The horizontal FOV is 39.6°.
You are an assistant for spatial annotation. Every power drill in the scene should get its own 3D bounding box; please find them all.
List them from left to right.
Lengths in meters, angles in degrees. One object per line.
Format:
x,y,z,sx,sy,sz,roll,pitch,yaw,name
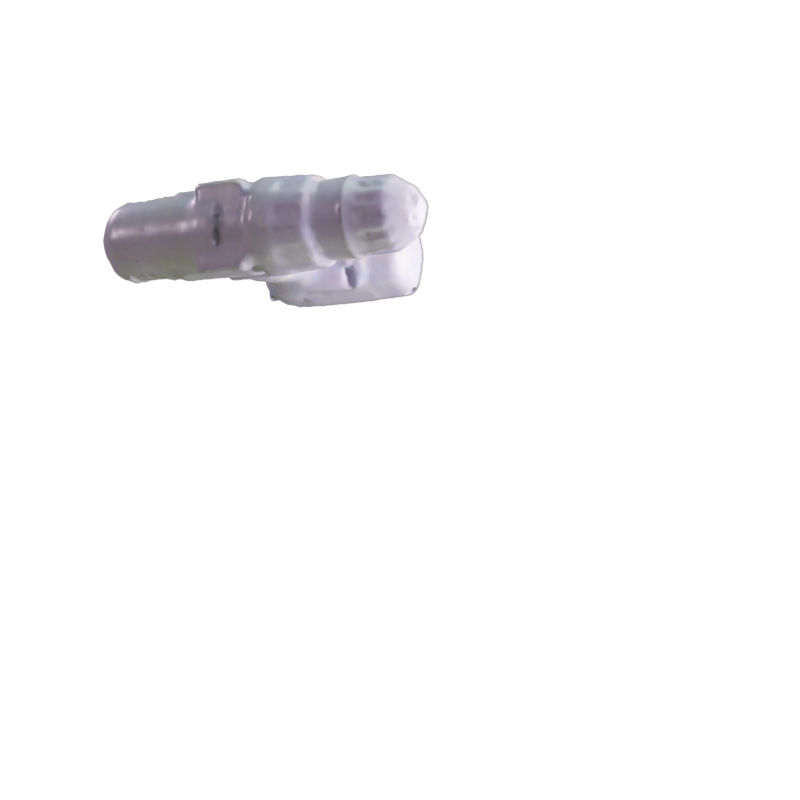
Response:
-0.051,-0.093,0.649,0.189,0.058,0.180,-1,-2,22,power drill
